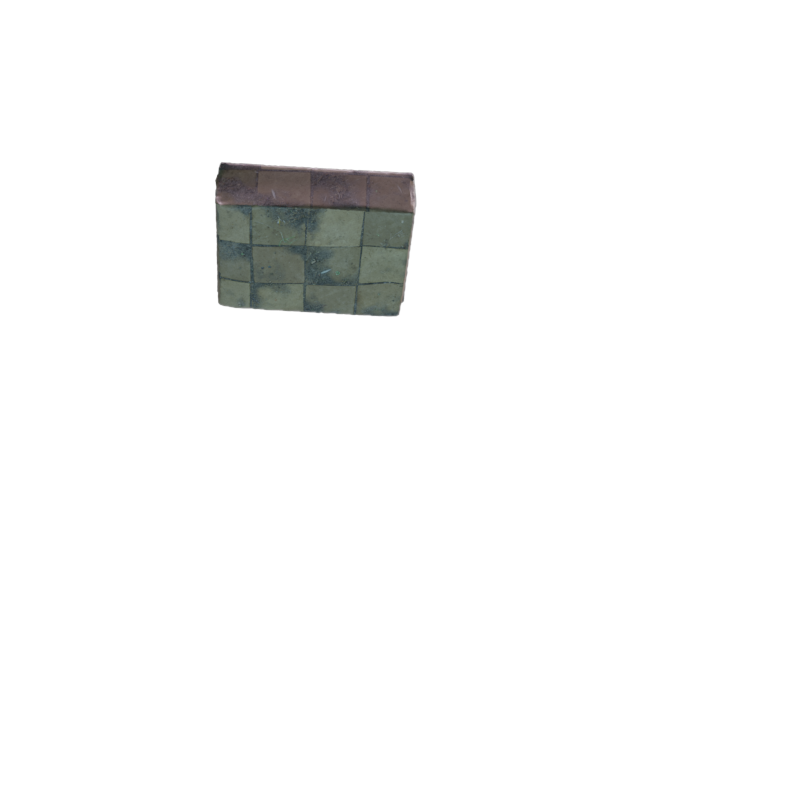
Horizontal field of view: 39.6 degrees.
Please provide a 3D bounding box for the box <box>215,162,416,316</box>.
[{"bbox_3d":[-0.051,-0.092,0.646,0.113,0.042,0.084,2,-41,-3],"label":"box"}]
